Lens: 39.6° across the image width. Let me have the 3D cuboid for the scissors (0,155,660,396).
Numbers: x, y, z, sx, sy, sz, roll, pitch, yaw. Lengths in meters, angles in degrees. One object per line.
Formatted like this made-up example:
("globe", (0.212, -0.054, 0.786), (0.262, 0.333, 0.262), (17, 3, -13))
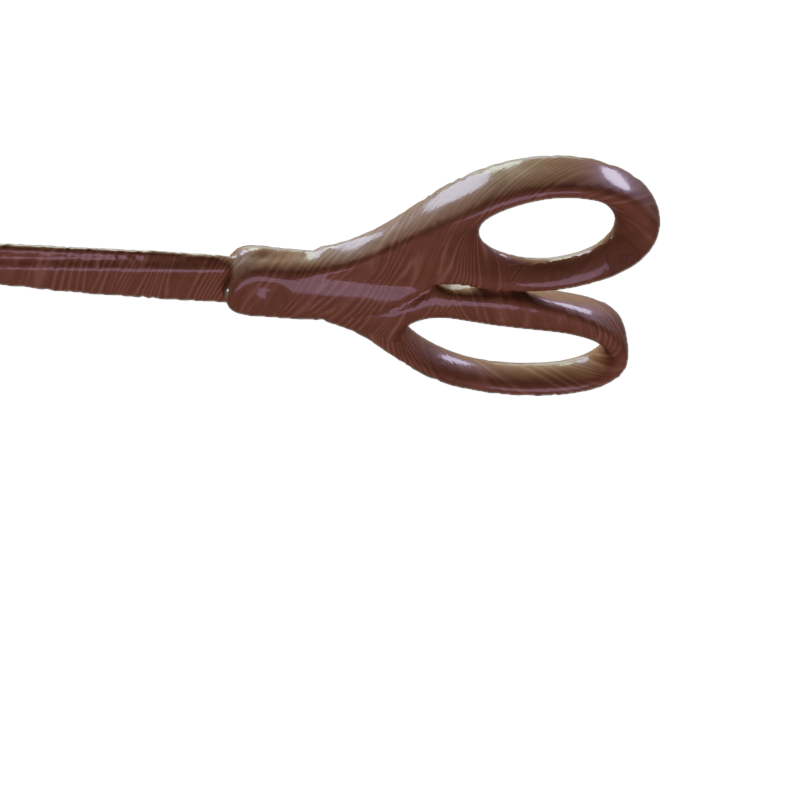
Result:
("scissors", (-0.022, -0.041, 0.287), (0.196, 0.017, 0.092), (13, -41, -16))
